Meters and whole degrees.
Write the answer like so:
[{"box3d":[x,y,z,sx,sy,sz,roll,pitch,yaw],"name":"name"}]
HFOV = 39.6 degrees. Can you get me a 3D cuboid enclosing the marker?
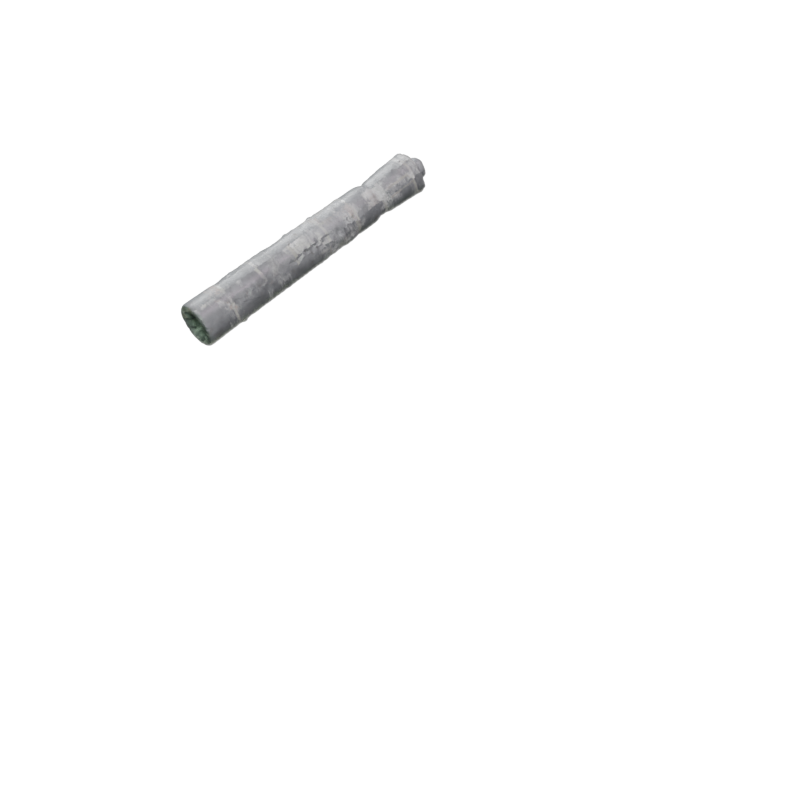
[{"box3d":[-0.035,-0.063,0.444,0.122,0.019,0.020,-40,23,-24],"name":"marker"}]
